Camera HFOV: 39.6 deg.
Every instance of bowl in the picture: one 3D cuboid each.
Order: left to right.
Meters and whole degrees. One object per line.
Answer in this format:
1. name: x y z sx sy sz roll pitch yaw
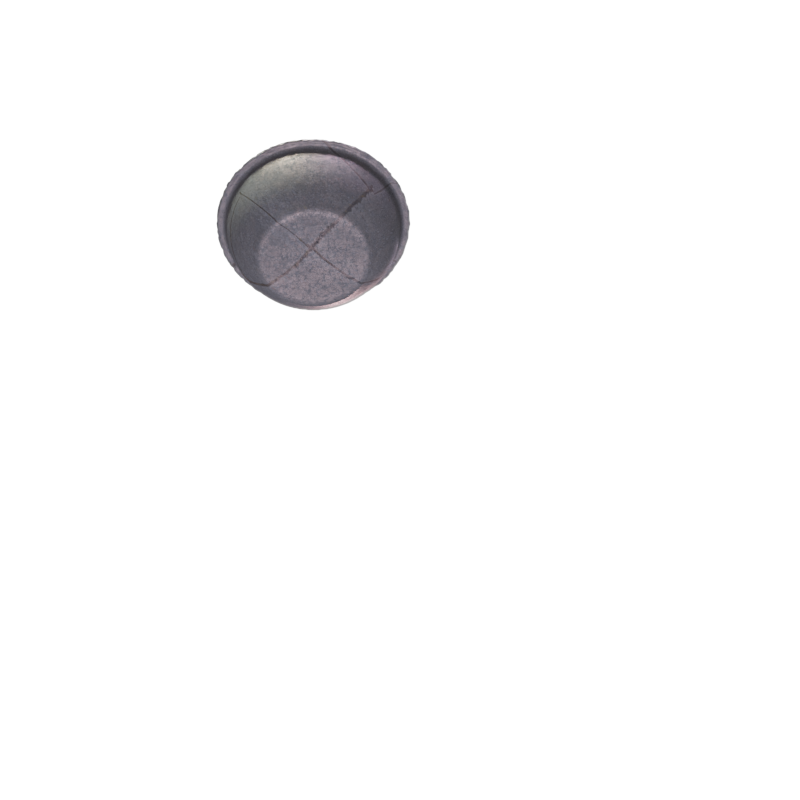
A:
1. bowl: -0.071 -0.129 0.907 0.162 0.152 0.059 1 34 -1
